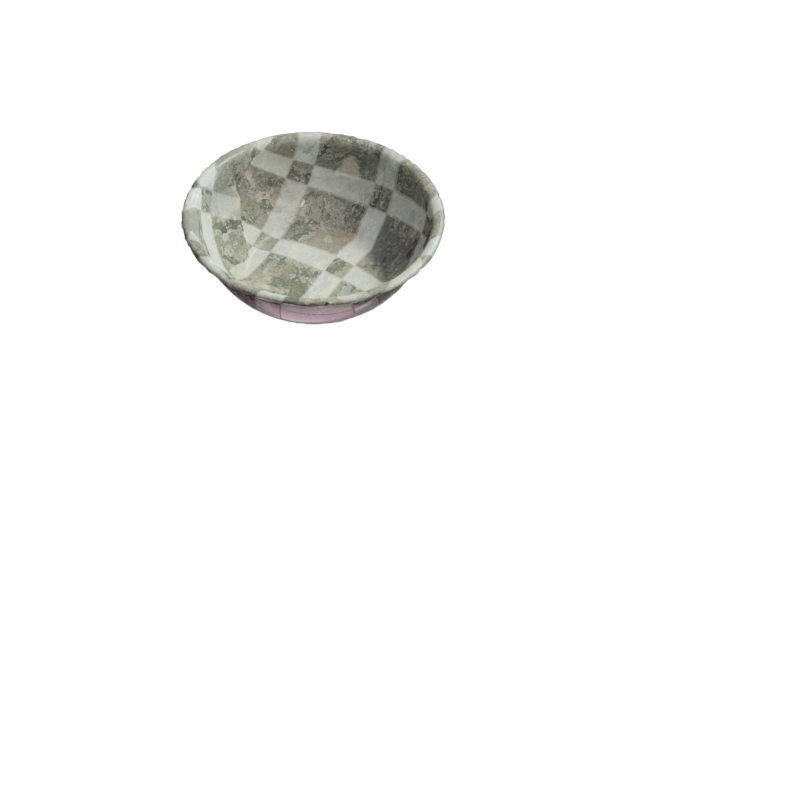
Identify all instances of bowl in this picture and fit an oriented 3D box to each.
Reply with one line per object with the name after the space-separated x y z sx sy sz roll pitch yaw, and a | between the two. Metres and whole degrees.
-0.055 -0.100 0.697 0.162 0.174 0.051 -1 -44 -1 | bowl
